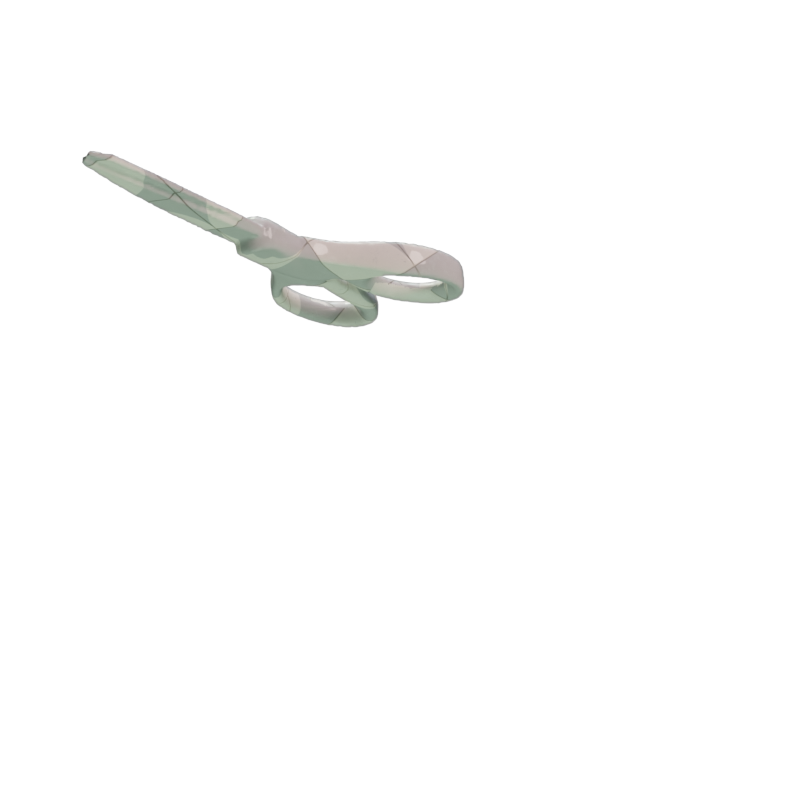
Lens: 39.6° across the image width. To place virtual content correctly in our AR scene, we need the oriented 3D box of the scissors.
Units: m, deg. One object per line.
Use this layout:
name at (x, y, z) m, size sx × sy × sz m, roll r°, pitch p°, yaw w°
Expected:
scissors at (-0.035, -0.063, 0.444) m, size 0.098 × 0.016 × 0.190 m, roll -4°, pitch -14°, yaw 16°
